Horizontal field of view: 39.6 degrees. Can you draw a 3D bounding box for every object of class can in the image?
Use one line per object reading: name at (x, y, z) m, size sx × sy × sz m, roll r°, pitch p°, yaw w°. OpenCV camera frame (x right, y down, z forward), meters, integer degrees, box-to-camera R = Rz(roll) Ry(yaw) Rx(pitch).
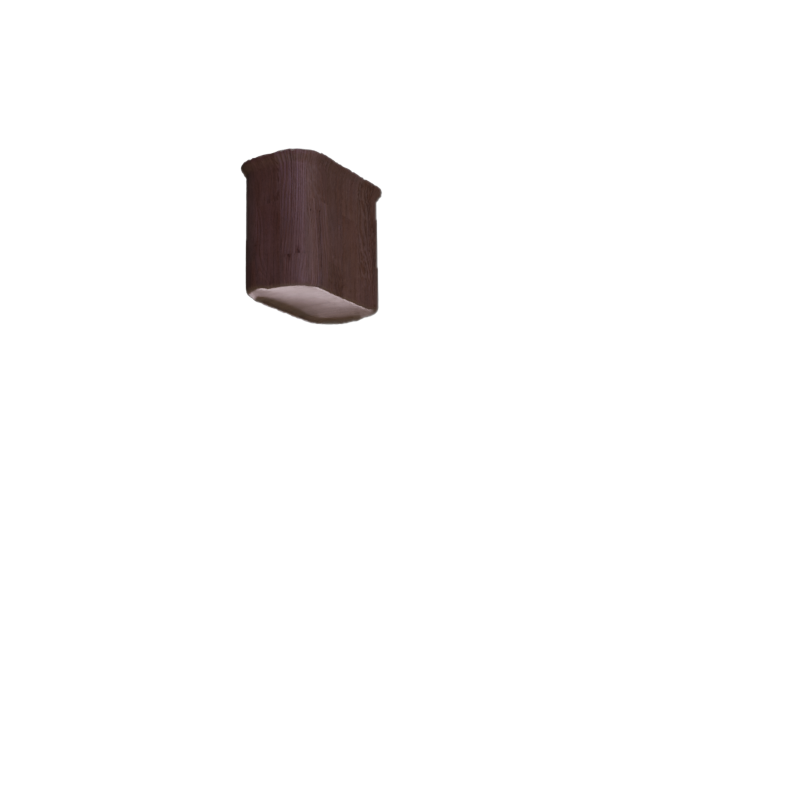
can at (-0.054, -0.099, 0.690) m, size 0.059 × 0.087 × 0.096 m, roll -10°, pitch -17°, yaw 29°
